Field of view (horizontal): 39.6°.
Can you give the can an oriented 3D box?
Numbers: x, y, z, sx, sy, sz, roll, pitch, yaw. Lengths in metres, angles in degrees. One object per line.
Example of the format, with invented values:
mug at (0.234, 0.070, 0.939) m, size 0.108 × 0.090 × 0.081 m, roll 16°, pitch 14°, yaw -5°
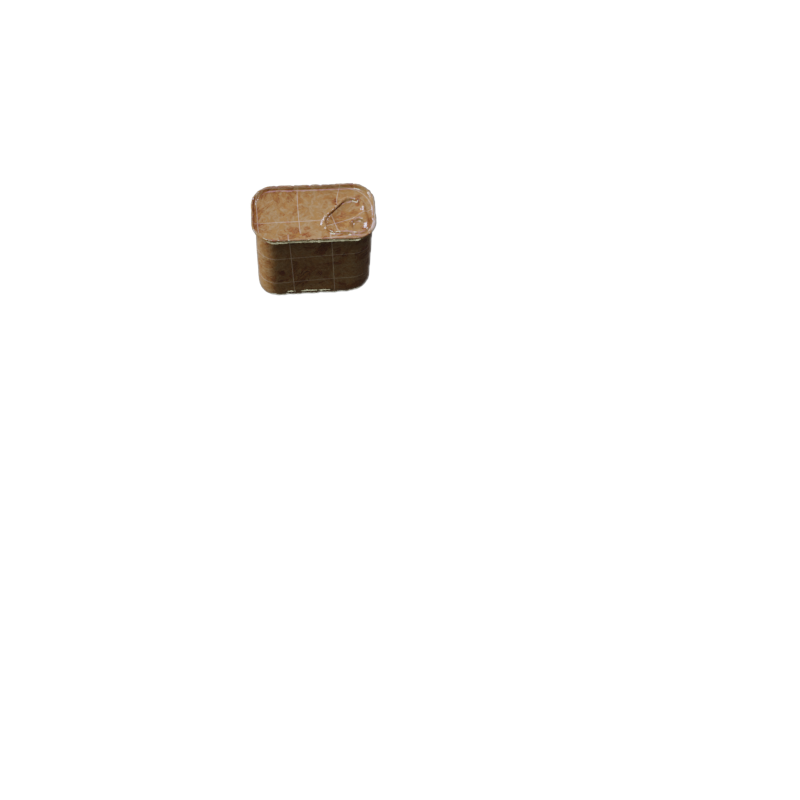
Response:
can at (-0.073, -0.133, 0.935) m, size 0.101 × 0.062 × 0.078 m, roll -3°, pitch -32°, yaw -3°
